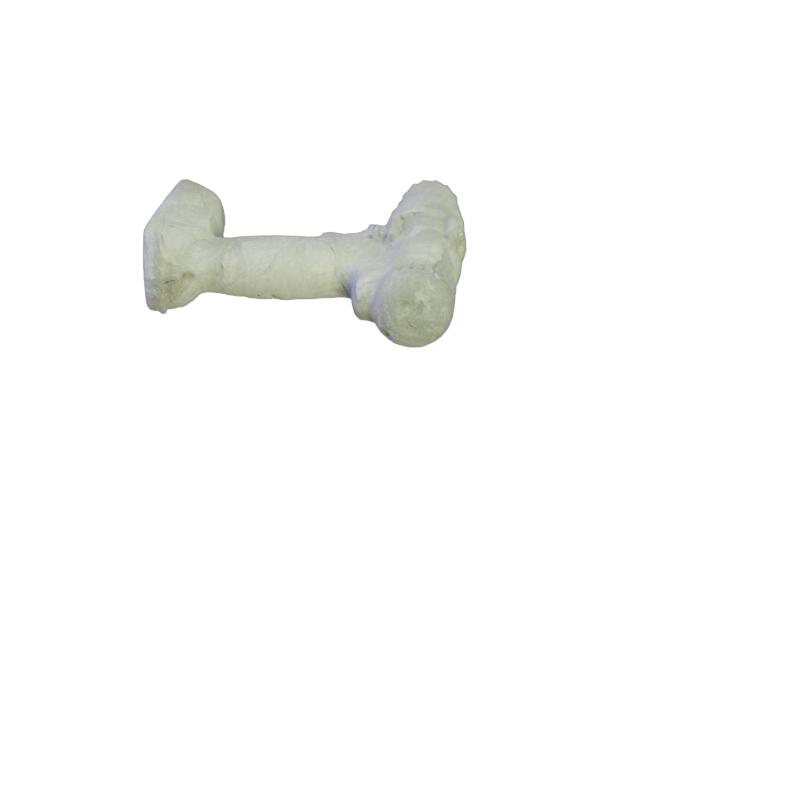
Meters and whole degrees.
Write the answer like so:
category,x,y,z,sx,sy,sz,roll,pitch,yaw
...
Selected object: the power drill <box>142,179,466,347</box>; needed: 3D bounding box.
category,x,y,z,sx,sy,sz,roll,pitch,yaw
power drill,-0.054,-0.098,0.685,0.189,0.054,0.193,3,28,6
